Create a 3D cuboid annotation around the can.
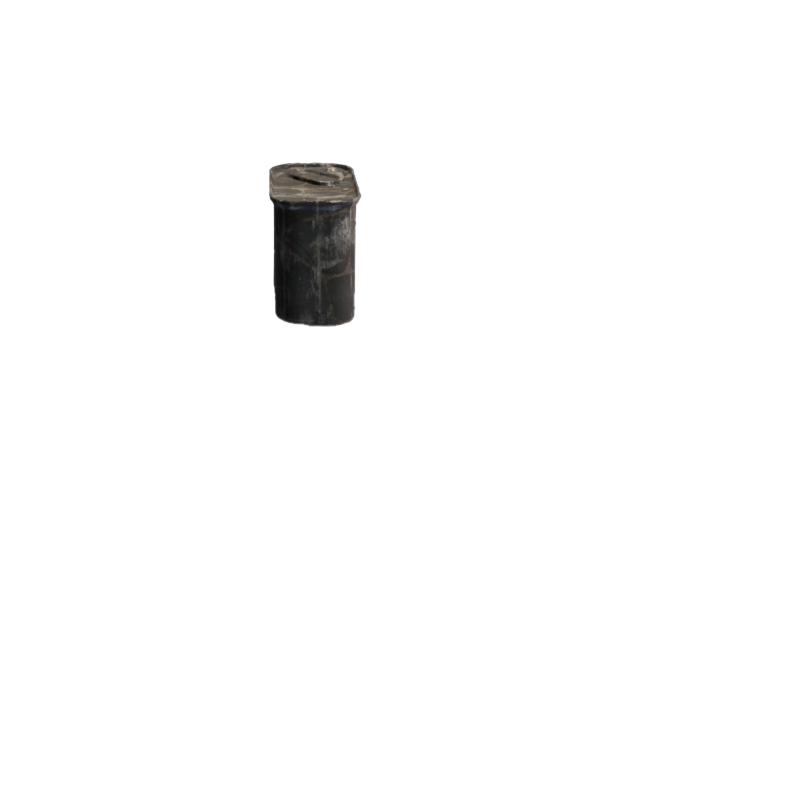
[{"bbox_3d":[-0.057,-0.104,0.732,0.057,0.080,0.107,-1,22,-6],"label":"can"}]
